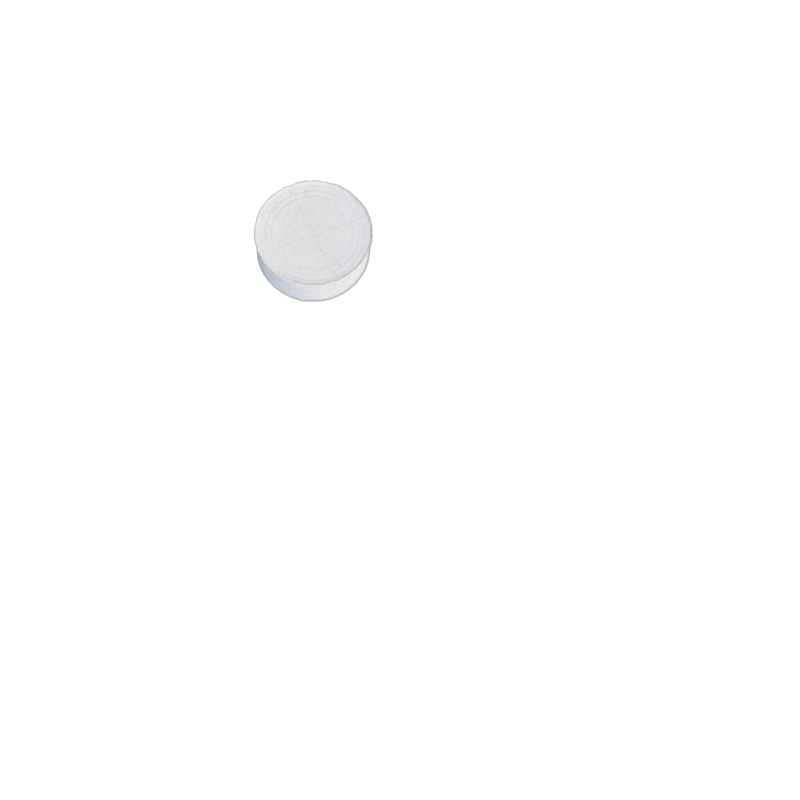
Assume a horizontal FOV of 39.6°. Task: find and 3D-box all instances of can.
[{"bbox_3d":[-0.064,-0.116,0.813,0.086,0.091,0.032,-1,-24,-1],"label":"can"}]
